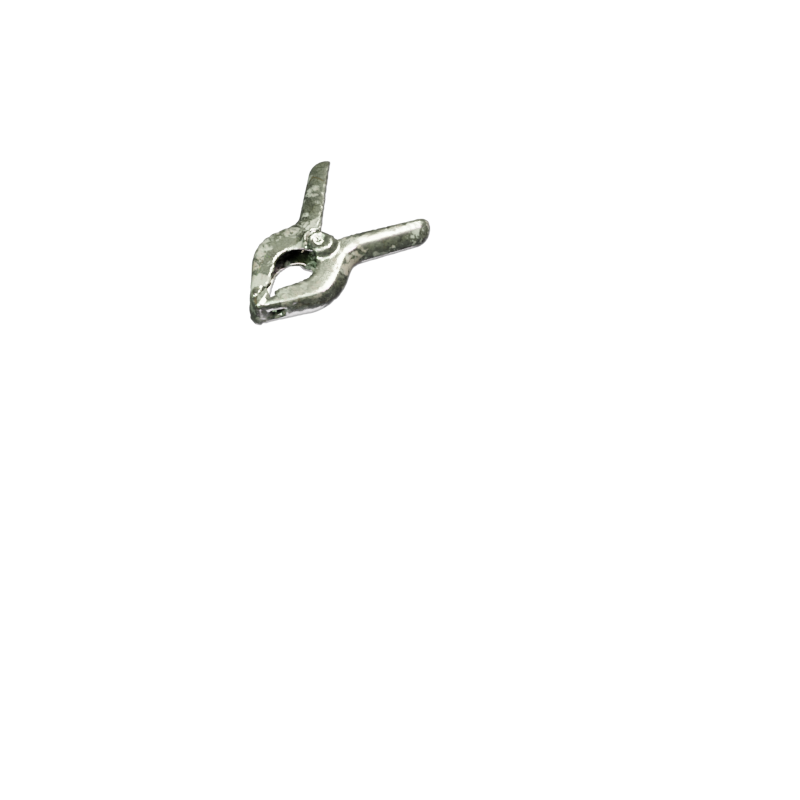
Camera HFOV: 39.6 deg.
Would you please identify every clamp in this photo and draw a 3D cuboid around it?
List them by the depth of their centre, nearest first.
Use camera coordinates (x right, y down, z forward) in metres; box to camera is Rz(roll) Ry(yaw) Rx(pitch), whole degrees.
[{"bbox_3d":[-0.072,-0.132,0.922,0.128,0.036,0.173,37,58,28],"label":"clamp"}]
